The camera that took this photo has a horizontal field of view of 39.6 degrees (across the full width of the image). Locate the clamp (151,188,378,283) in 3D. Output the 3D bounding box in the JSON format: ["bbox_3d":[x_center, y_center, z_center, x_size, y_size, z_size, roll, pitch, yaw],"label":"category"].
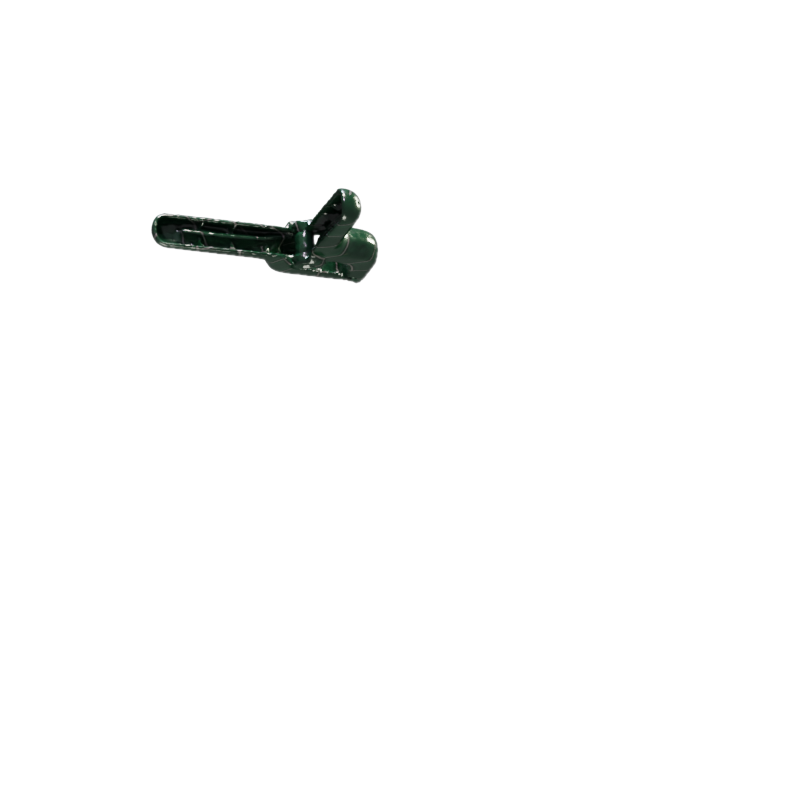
[{"bbox_3d":[-0.068,-0.124,0.866,0.169,0.037,0.200,-3,-6,29],"label":"clamp"}]
